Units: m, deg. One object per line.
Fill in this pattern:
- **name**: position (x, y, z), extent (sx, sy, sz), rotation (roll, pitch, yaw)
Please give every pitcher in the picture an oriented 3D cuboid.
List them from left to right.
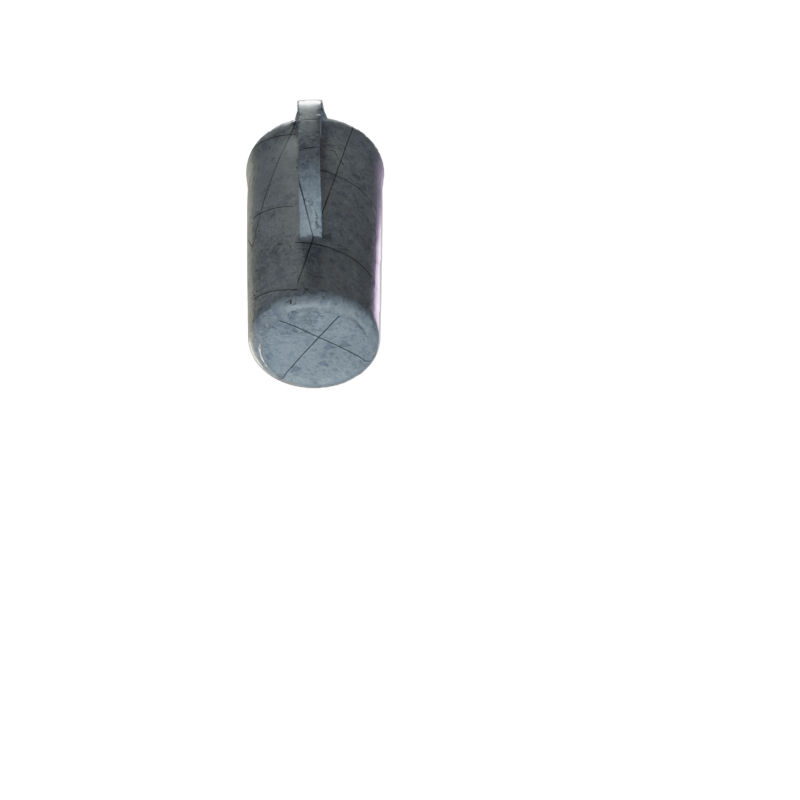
- **pitcher**: position (-0.077, -0.140, 0.978), extent (0.143, 0.261, 0.140), rotation (-36, -54, 28)
